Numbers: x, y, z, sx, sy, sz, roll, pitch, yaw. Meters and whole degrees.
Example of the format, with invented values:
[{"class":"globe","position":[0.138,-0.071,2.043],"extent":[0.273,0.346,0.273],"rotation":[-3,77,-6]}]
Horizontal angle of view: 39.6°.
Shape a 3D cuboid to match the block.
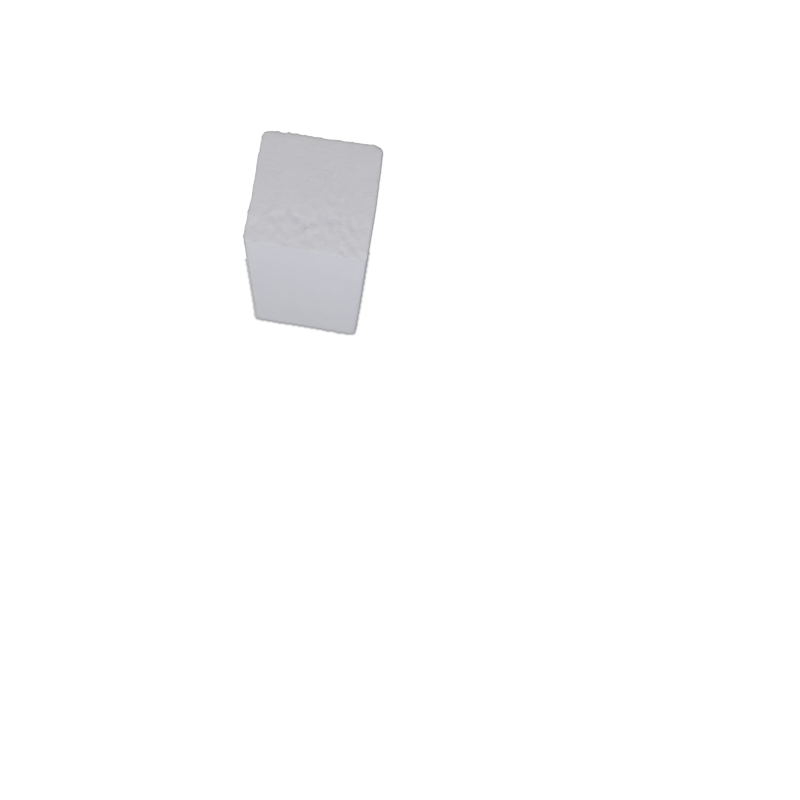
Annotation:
[{"class":"block","position":[-0.069,-0.127,0.882],"extent":[0.091,0.093,0.199],"rotation":[9,-13,-2]}]
